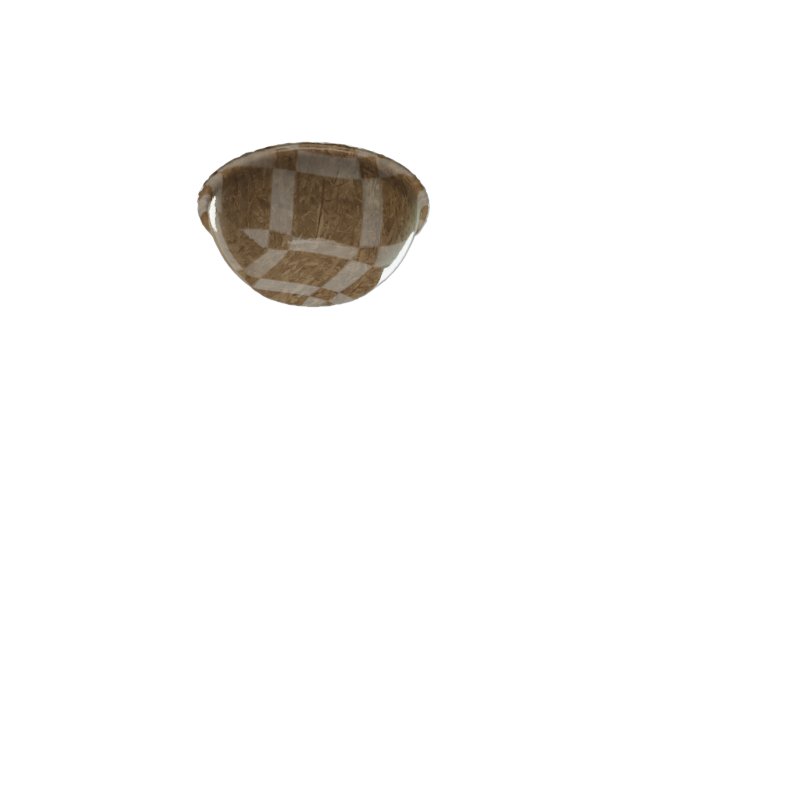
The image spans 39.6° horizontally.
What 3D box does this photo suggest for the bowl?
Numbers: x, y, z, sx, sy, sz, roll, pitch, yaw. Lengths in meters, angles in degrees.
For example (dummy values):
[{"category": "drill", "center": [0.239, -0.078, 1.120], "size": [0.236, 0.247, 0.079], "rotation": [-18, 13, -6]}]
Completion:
[{"category": "bowl", "center": [-0.059, -0.108, 0.757], "size": [0.162, 0.058, 0.153], "rotation": [1, -25, -2]}]
